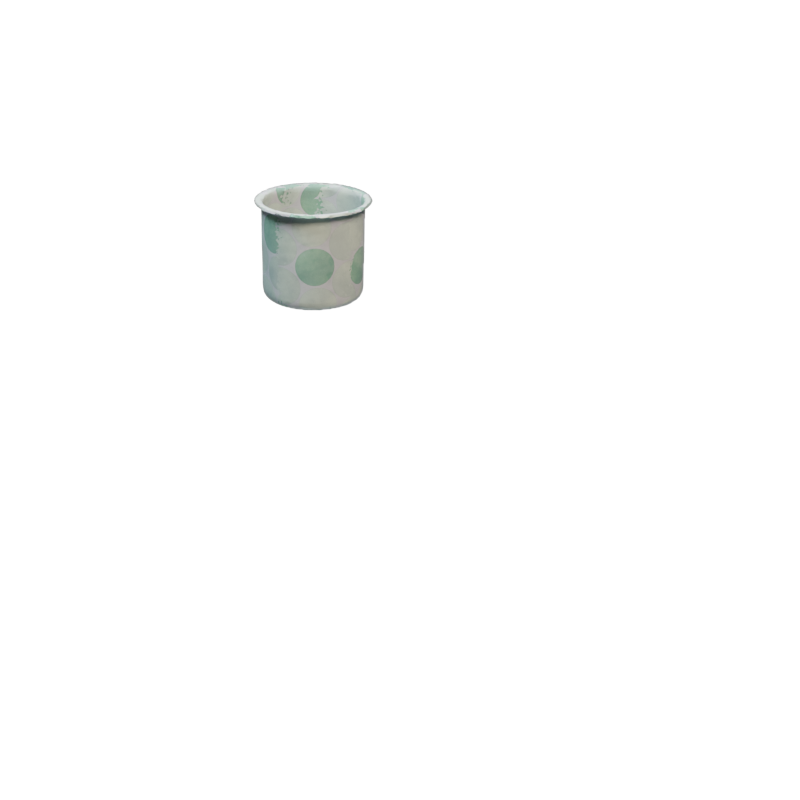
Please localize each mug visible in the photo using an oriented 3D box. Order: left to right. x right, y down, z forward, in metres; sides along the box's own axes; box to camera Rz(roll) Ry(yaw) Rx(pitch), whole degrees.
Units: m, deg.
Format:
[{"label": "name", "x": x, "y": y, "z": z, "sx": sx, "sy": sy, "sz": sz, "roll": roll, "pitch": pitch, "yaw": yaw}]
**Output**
[{"label": "mug", "x": -0.070, "y": -0.128, "z": 0.899, "sx": 0.093, "sy": 0.078, "sz": 0.123, "roll": 0, "pitch": 24, "yaw": -2}]
